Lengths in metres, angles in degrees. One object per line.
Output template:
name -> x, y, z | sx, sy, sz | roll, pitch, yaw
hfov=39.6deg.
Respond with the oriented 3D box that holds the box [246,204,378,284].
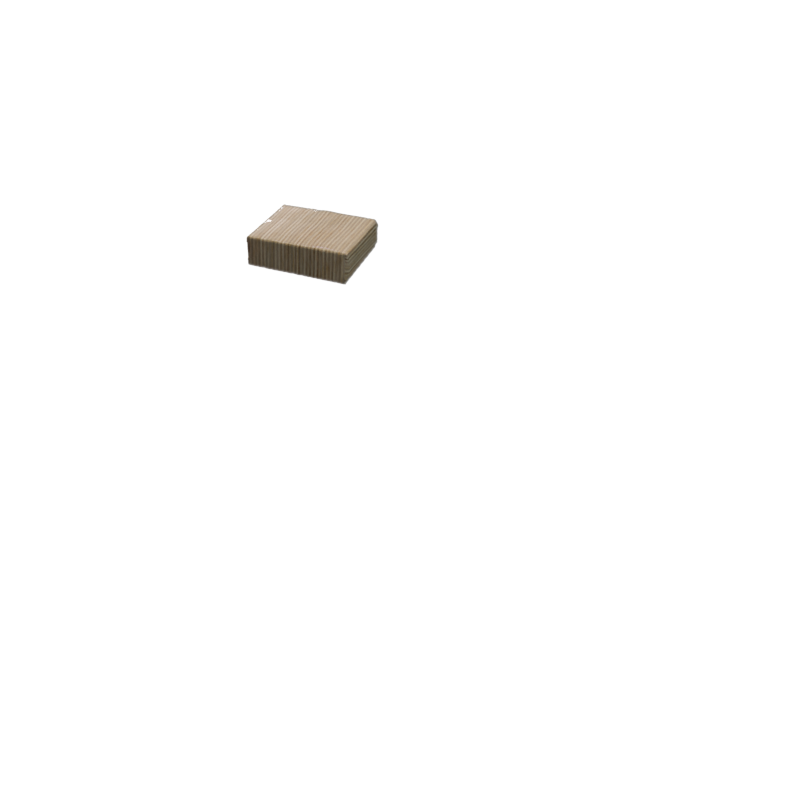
box -> -0.072, -0.131, 0.919 | 0.092, 0.028, 0.075 | 12, 33, 18
